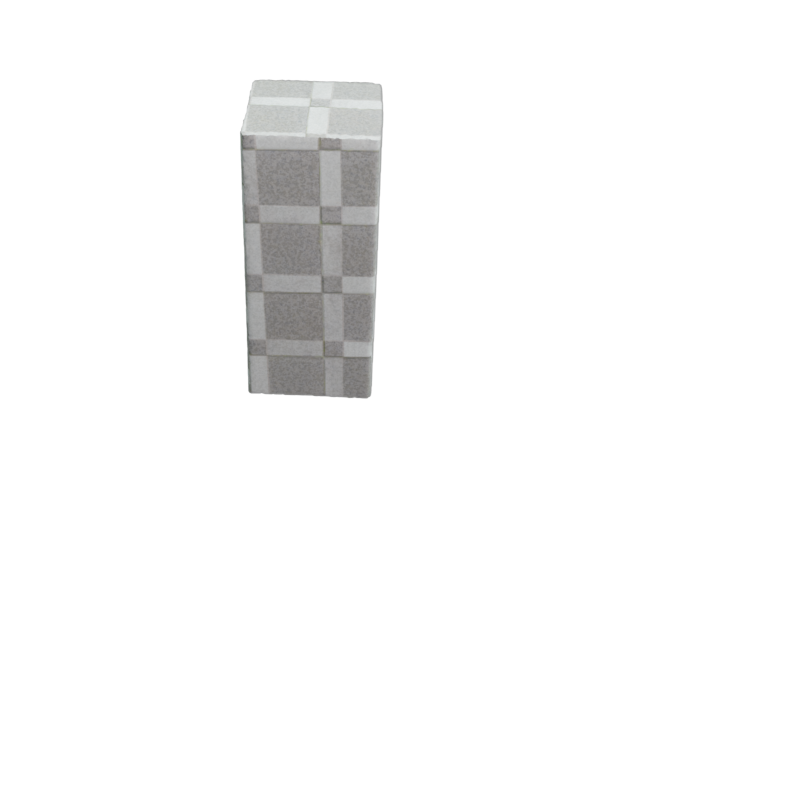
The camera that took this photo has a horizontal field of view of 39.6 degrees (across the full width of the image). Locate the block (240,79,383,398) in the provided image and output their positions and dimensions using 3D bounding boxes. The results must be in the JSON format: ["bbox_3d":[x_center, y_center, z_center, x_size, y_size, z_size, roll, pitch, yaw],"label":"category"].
[{"bbox_3d":[-0.061,-0.111,0.777,0.091,0.193,0.096,2,34,0],"label":"block"}]
